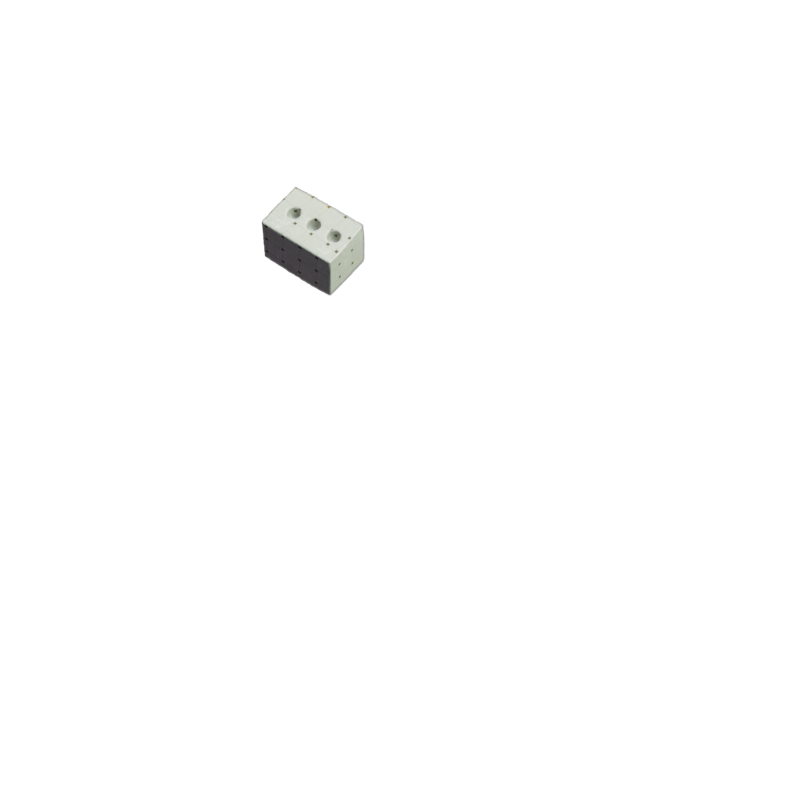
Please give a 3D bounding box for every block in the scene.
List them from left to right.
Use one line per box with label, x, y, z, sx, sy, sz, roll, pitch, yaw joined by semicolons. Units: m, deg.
block;-0.077;-0.141;0.988;0.082;0.054;0.048;31;-30;19
